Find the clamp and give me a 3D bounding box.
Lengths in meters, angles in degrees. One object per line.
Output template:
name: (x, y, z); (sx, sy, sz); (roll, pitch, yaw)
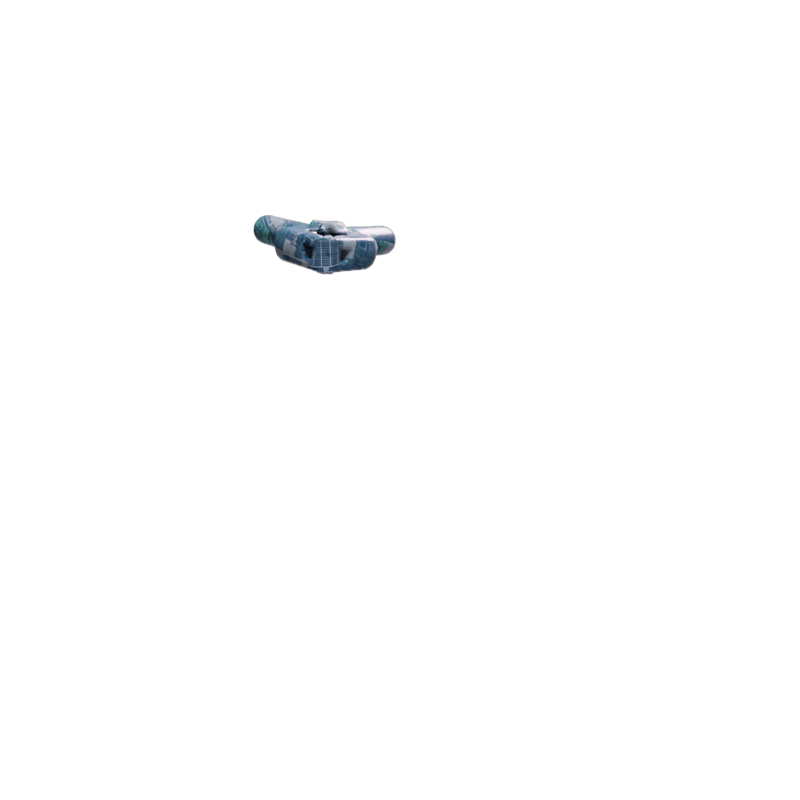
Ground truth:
clamp: (-0.069, -0.126, 0.883); (0.121, 0.039, 0.173); (1, 11, 5)
